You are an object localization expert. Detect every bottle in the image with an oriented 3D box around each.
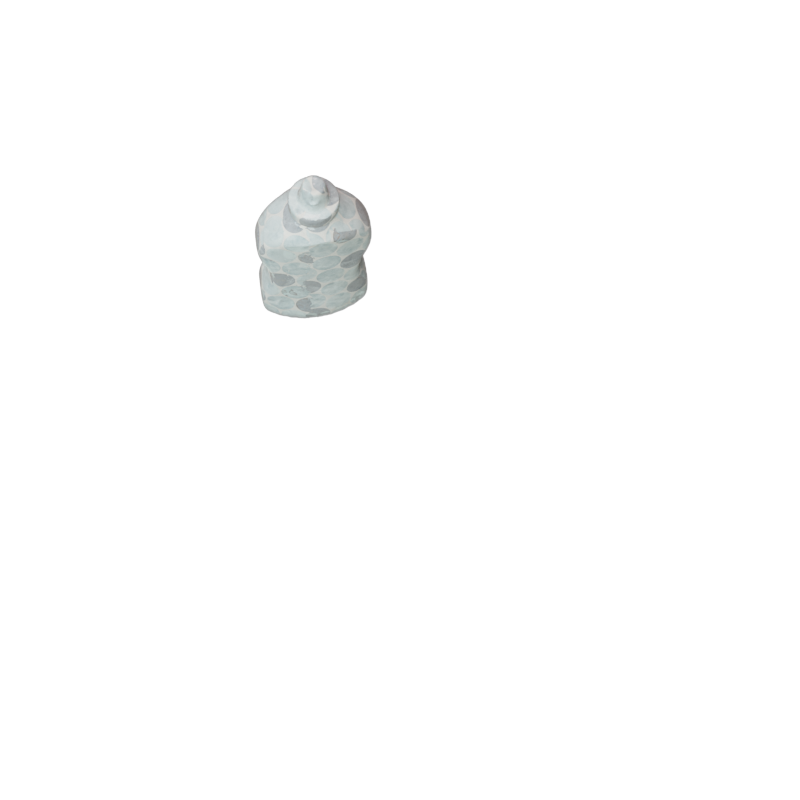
[{"bbox_3d":[-0.073,-0.132,0.931,0.095,0.062,0.182,-6,-21,-6],"label":"bottle"}]
